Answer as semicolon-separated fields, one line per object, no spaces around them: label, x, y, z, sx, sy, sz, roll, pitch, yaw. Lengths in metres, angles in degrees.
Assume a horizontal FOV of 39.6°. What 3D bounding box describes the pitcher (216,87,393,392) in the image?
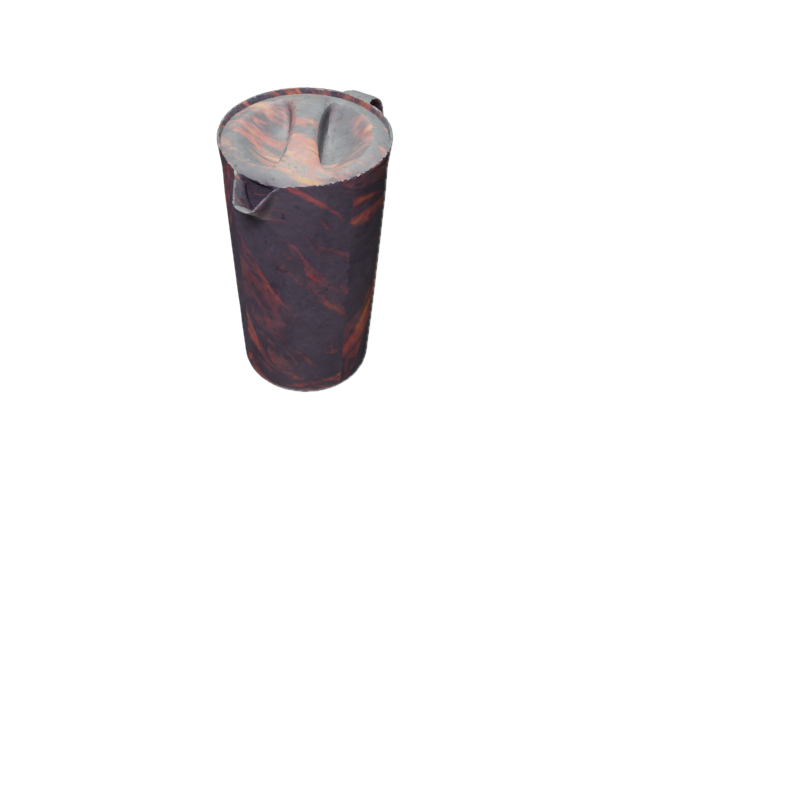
pitcher;-0.072;-0.131;0.916;0.147;0.226;0.157;-9;46;-13
